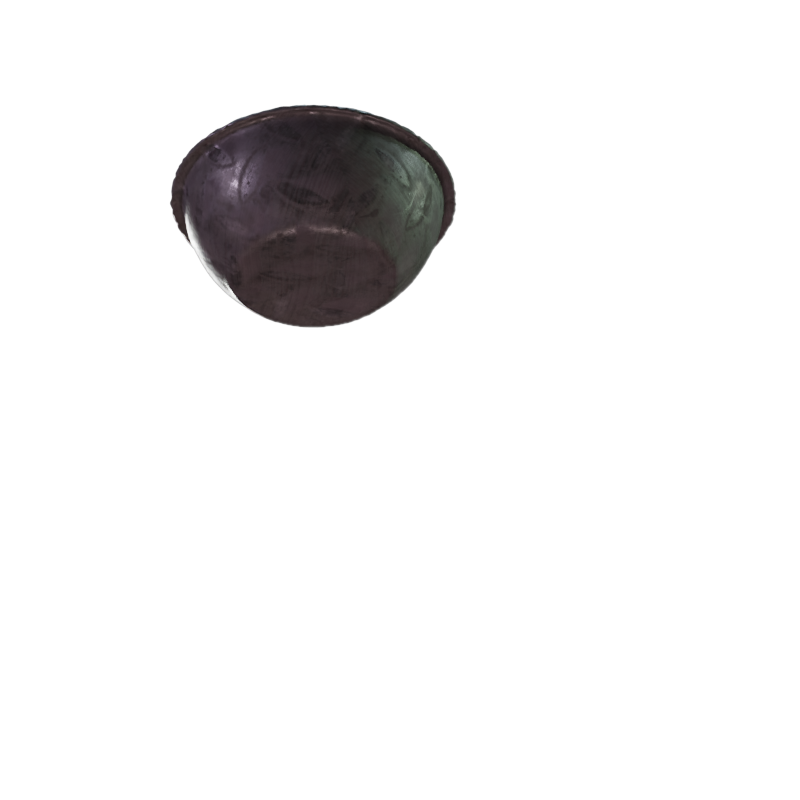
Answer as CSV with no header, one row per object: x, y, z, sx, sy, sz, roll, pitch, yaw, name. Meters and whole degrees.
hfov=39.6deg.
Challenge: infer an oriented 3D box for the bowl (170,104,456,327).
-0.048,-0.088,0.615,0.162,0.059,0.152,1,-33,-2,bowl
